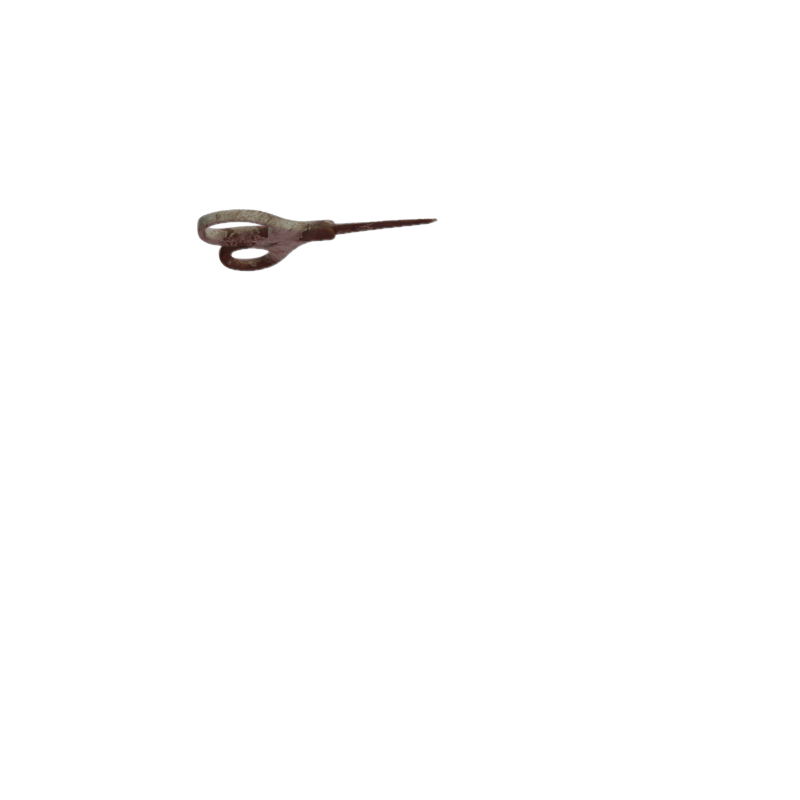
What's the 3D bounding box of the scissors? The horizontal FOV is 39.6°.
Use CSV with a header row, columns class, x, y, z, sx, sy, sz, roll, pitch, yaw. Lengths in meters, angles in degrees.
class,x,y,z,sx,sy,sz,roll,pitch,yaw
scissors,-0.075,-0.138,0.963,0.200,0.017,0.091,3,-24,-6
